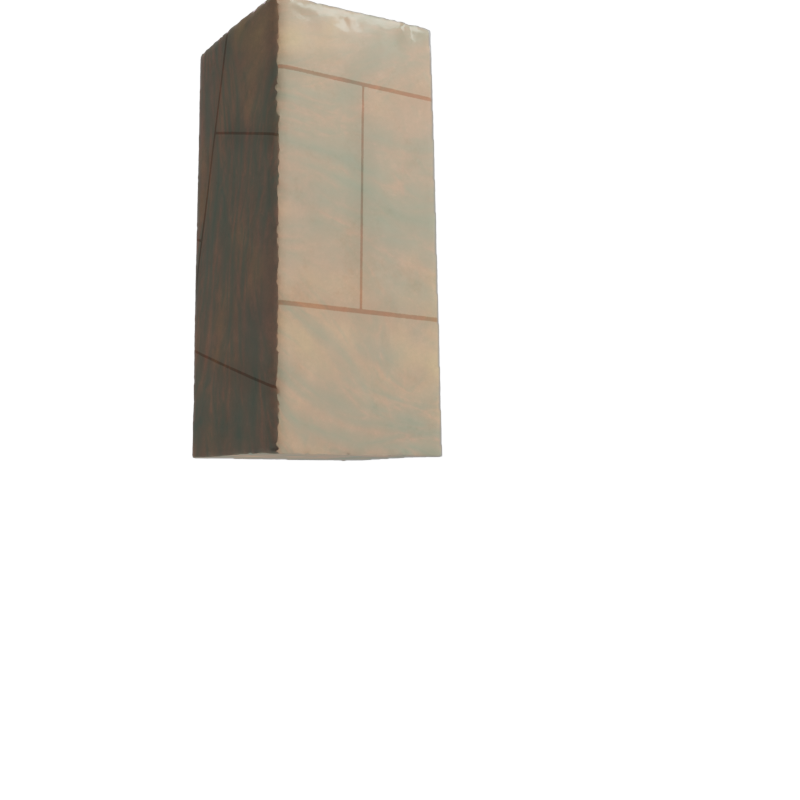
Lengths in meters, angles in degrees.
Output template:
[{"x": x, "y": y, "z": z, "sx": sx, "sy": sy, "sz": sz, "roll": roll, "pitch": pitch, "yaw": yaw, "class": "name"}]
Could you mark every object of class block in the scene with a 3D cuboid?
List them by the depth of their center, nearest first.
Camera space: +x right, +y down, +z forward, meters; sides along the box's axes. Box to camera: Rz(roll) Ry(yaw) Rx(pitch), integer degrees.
[{"x": -0.042, "y": -0.077, "z": 0.538, "sx": 0.087, "sy": 0.212, "sz": 0.091, "roll": 6, "pitch": -13, "yaw": -31, "class": "block"}]
